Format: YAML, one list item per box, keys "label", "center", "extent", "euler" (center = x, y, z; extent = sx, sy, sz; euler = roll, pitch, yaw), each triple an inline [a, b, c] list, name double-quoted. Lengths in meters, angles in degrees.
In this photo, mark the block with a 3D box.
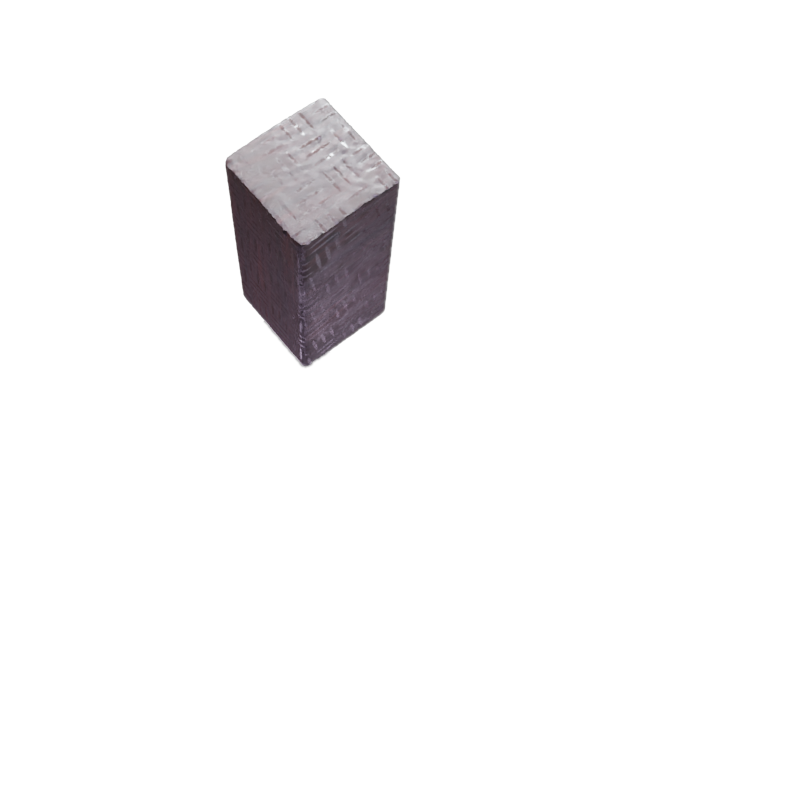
- label: "block"
  center: [-0.067, -0.121, 0.846]
  extent: [0.091, 0.095, 0.195]
  euler: [-36, -17, -17]
